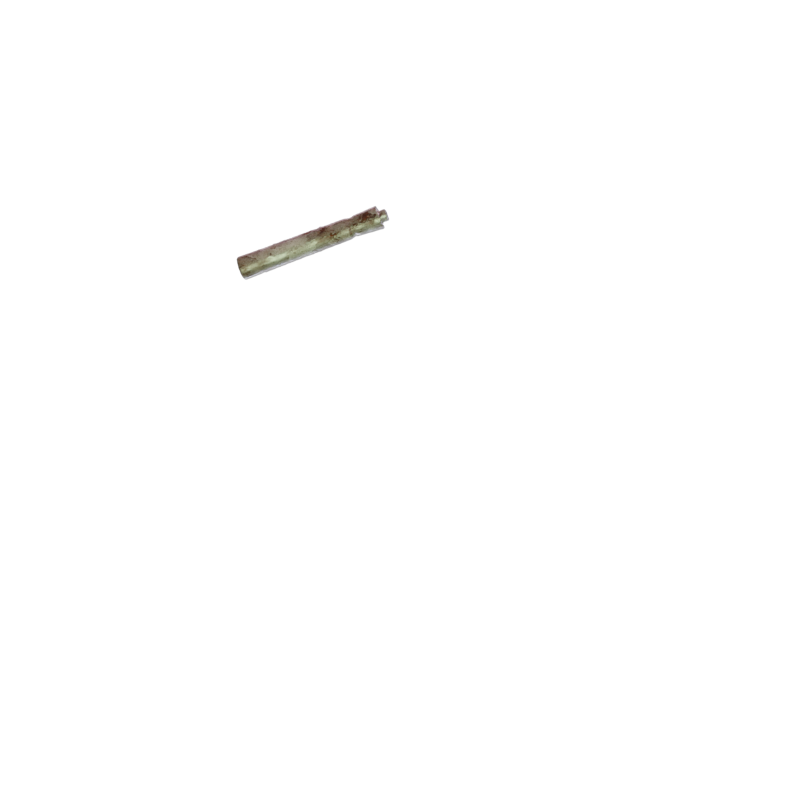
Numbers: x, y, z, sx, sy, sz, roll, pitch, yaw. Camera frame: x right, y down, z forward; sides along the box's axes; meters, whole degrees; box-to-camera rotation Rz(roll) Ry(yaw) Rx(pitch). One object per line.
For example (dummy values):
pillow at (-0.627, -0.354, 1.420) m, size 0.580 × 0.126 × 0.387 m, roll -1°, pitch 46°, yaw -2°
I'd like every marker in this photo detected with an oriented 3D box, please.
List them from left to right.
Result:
marker at (-0.067, -0.122, 0.852) m, size 0.121 × 0.020 × 0.020 m, roll -19°, pitch 2°, yaw 8°
